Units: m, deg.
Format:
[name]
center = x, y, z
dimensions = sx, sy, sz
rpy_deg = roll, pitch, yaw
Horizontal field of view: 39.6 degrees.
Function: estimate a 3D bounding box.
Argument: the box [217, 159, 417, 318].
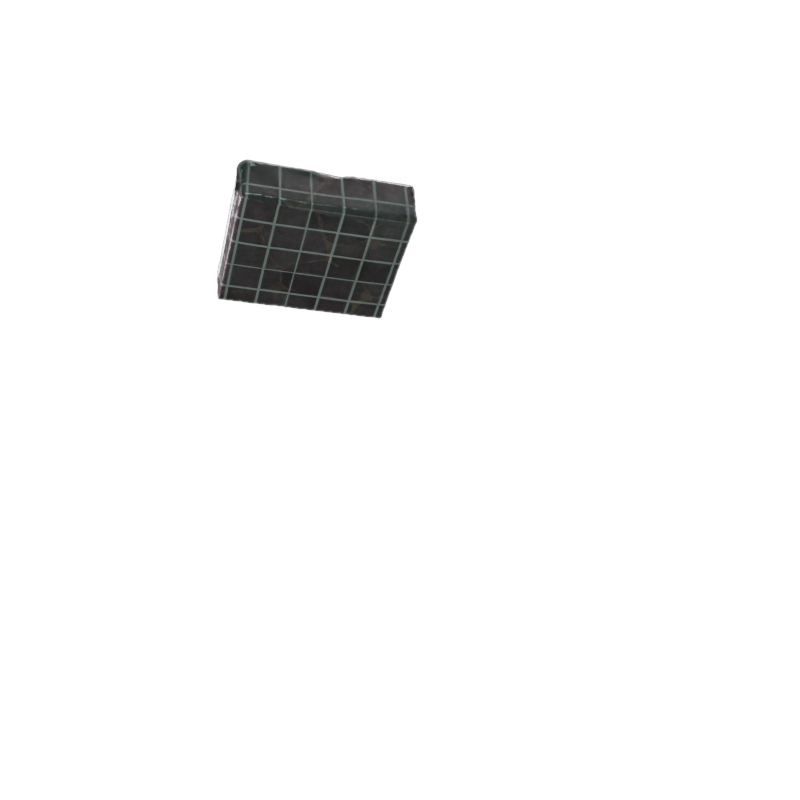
[box]
center = -0.044, -0.080, 0.557
dimensions = 0.088, 0.032, 0.069
rpy_deg = 8, -42, -9
